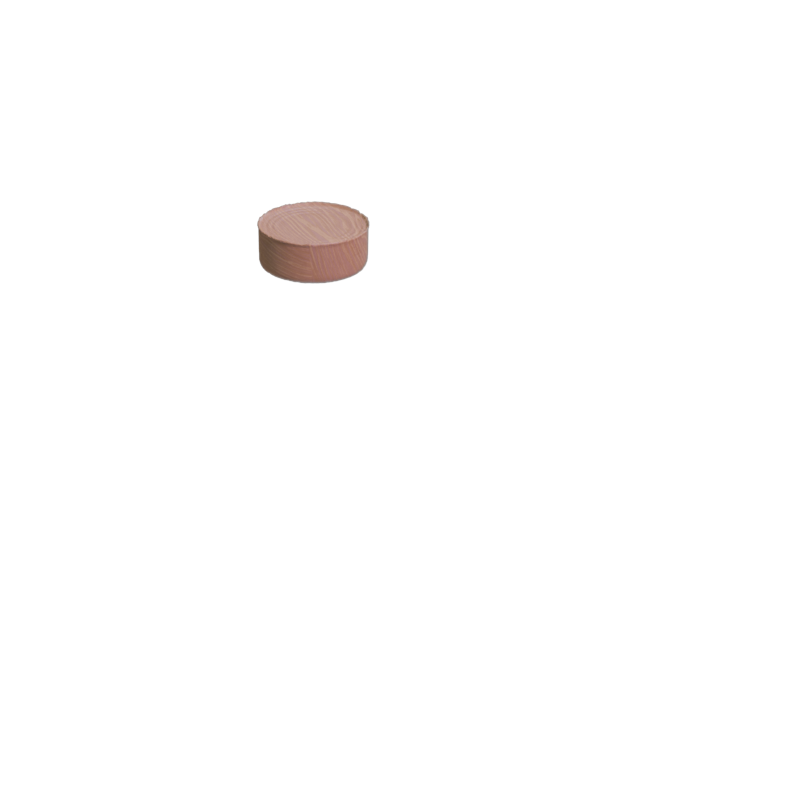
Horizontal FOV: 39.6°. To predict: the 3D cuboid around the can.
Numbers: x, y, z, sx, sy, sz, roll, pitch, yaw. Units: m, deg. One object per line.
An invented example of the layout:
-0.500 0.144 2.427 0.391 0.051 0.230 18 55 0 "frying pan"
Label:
-0.067 -0.122 0.852 0.086 0.032 0.091 -1 29 -2 "can"
